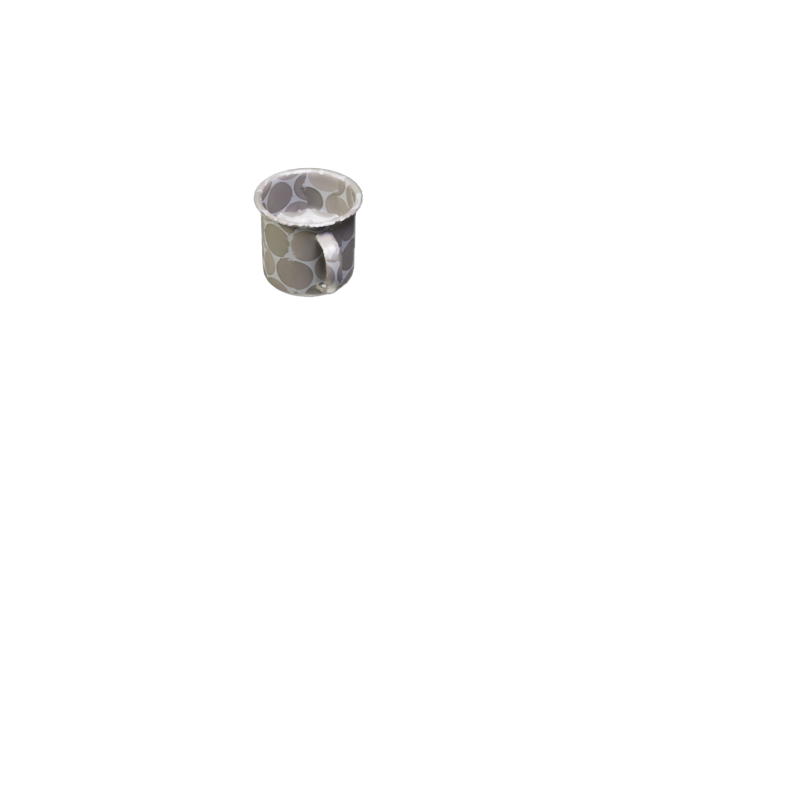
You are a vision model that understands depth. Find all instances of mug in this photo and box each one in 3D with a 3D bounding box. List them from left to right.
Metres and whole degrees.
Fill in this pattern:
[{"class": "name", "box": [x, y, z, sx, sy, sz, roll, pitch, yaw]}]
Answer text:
[{"class": "mug", "box": [-0.075, -0.136, 0.955, 0.092, 0.076, 0.127, -14, 41, -19]}]
